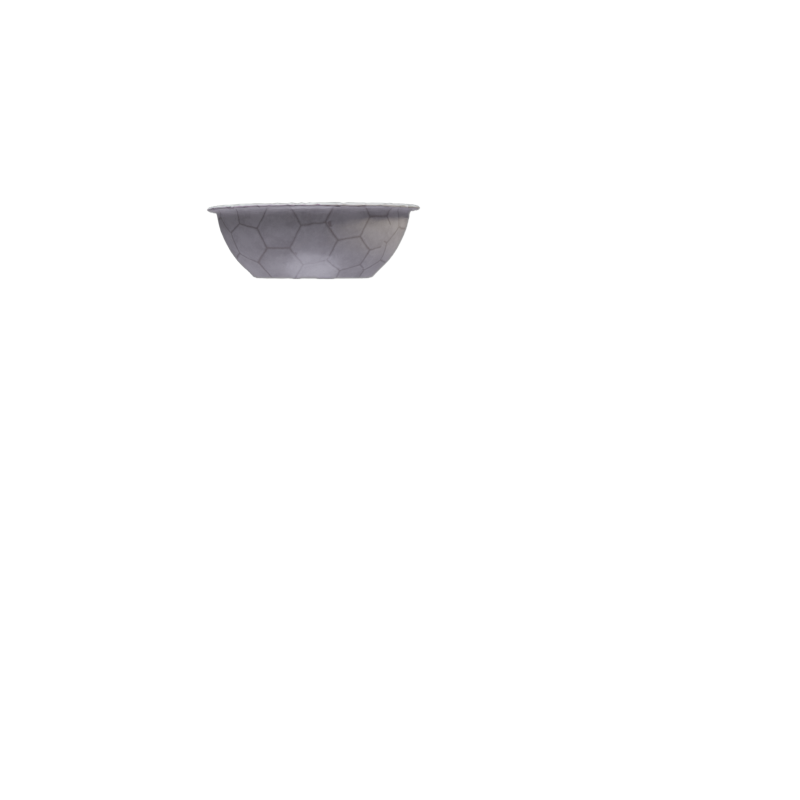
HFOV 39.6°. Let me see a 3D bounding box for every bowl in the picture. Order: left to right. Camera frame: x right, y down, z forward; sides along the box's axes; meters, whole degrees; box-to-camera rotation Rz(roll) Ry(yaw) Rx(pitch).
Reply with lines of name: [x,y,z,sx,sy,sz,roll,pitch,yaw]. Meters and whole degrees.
bowl: [-0.066,-0.121,0.845,0.162,0.055,0.164,0,7,-2]
